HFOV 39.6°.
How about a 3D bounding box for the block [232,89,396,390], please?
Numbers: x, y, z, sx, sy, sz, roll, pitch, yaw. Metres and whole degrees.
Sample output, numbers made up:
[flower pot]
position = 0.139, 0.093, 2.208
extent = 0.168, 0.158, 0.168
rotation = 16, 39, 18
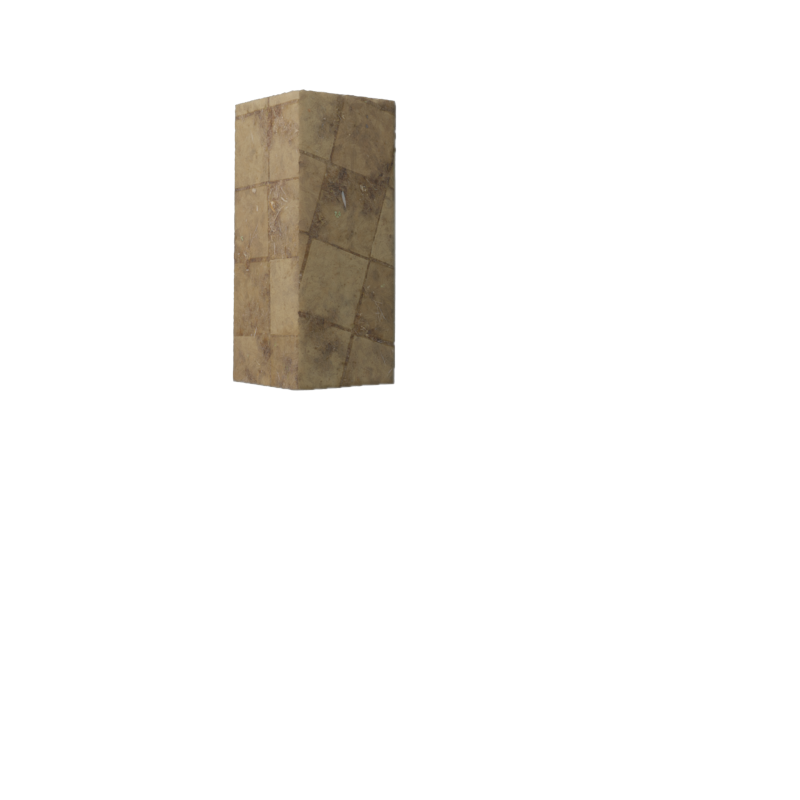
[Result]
[block]
position = -0.063, -0.116, 0.813
extent = 0.087, 0.207, 0.094
rotation = 0, -1, -37
